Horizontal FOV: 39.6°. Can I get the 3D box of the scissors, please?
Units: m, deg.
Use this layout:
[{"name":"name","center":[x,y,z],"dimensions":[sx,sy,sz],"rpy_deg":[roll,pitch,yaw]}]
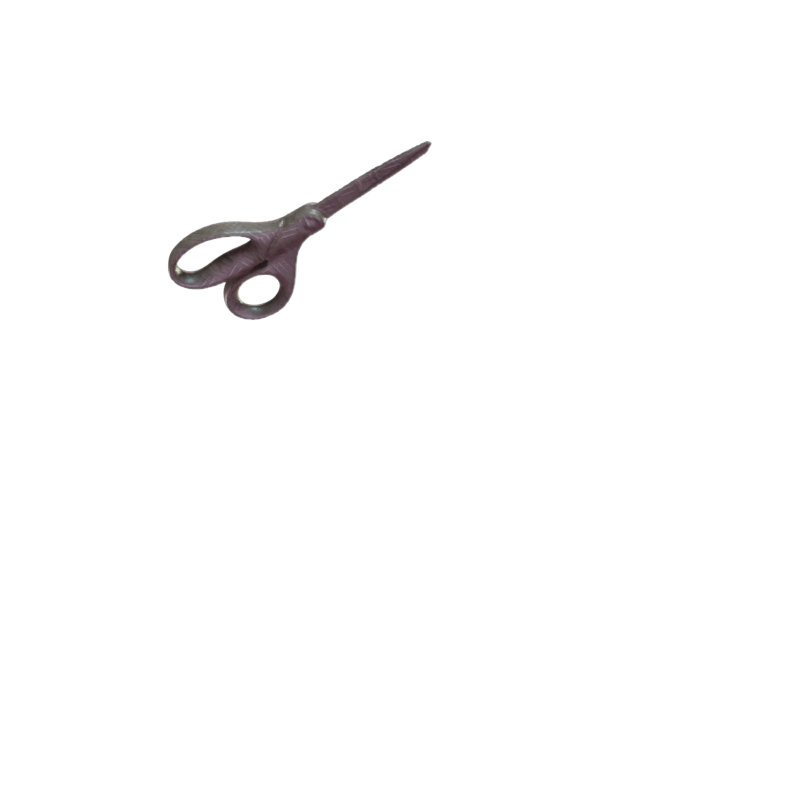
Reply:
[{"name":"scissors","center":[-0.058,-0.105,0.737],"dimensions":[0.203,0.017,0.089],"rpy_deg":[-16,-44,17]}]
